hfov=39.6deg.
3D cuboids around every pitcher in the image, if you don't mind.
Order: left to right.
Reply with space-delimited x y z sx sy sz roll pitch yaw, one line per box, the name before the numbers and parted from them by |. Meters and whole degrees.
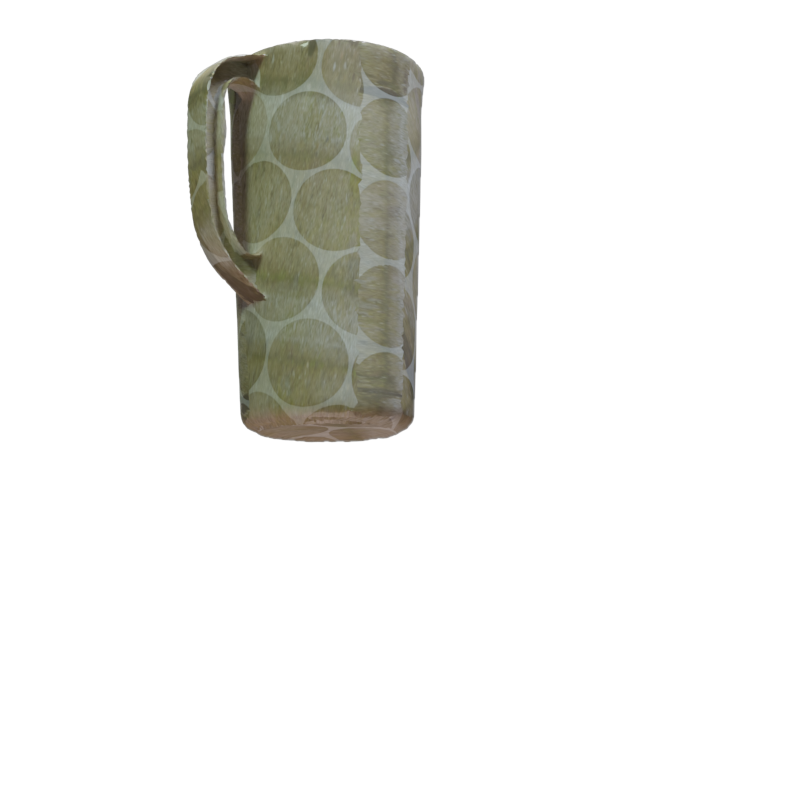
pitcher | -0.056 -0.102 0.712 0.149 0.253 0.139 -1 -15 0
